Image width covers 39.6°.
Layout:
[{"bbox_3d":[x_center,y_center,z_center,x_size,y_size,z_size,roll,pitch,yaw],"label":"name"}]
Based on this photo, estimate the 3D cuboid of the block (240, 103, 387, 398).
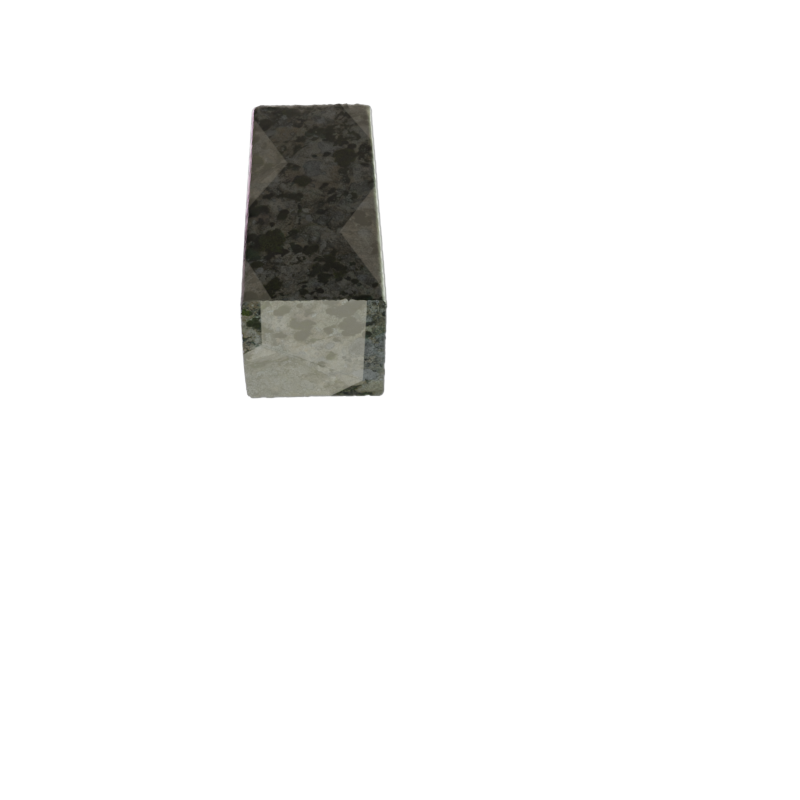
[{"bbox_3d":[-0.060,-0.110,0.766,0.090,0.221,0.084,-1,-45,-2],"label":"block"}]
